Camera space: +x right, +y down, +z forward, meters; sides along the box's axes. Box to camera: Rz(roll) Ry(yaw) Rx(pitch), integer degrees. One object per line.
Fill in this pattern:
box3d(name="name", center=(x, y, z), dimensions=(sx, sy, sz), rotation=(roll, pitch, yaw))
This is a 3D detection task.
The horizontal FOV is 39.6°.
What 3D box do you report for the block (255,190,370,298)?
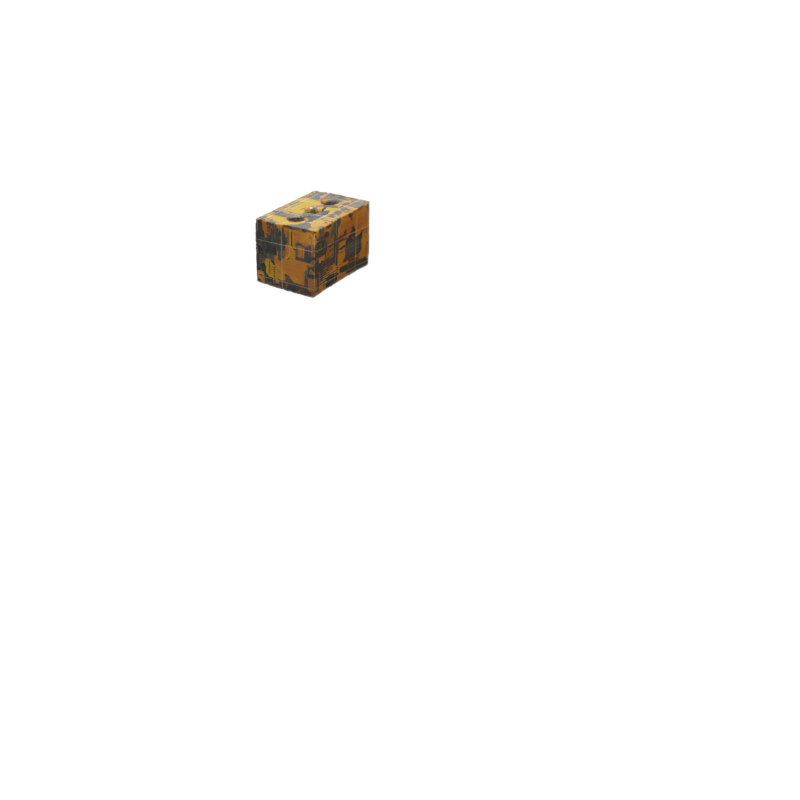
box3d(name="block", center=(-0.064, -0.117, 0.817), dimensions=(0.055, 0.049, 0.078), rotation=(15, 30, 26))
